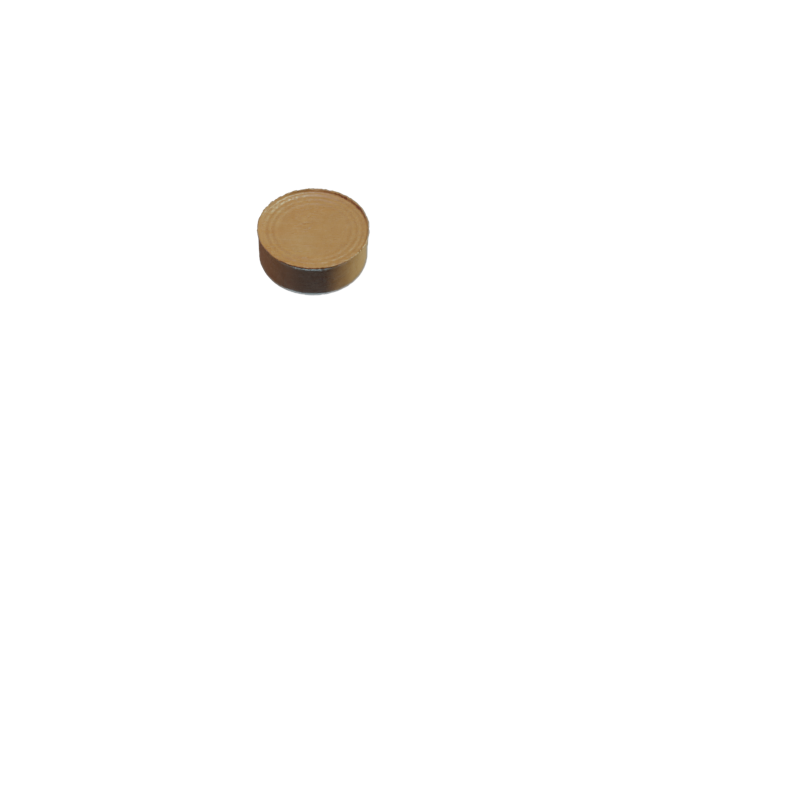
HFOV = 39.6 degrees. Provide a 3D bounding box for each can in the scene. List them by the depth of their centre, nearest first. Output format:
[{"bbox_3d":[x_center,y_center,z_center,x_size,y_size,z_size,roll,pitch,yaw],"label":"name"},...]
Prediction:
[{"bbox_3d":[-0.067,-0.122,0.852,0.086,0.092,0.031,-1,-40,-1],"label":"can"}]
